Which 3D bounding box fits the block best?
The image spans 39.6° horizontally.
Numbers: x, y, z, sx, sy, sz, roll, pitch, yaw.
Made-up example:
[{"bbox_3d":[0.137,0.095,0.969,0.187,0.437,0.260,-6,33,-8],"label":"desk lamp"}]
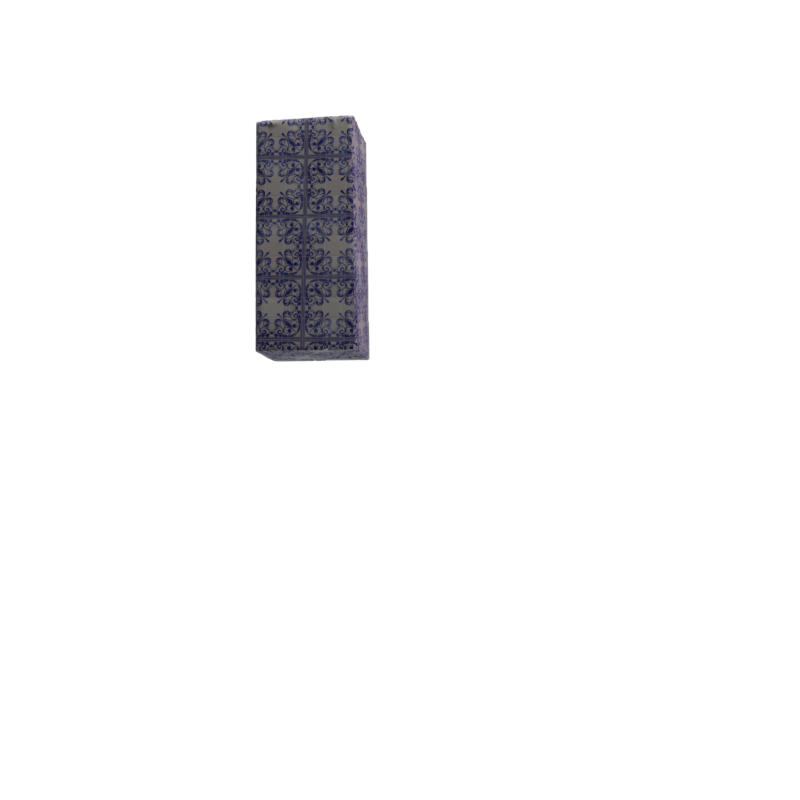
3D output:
[{"bbox_3d":[-0.079,-0.143,0.999,0.092,0.212,0.087,-2,-11,8],"label":"block"}]
